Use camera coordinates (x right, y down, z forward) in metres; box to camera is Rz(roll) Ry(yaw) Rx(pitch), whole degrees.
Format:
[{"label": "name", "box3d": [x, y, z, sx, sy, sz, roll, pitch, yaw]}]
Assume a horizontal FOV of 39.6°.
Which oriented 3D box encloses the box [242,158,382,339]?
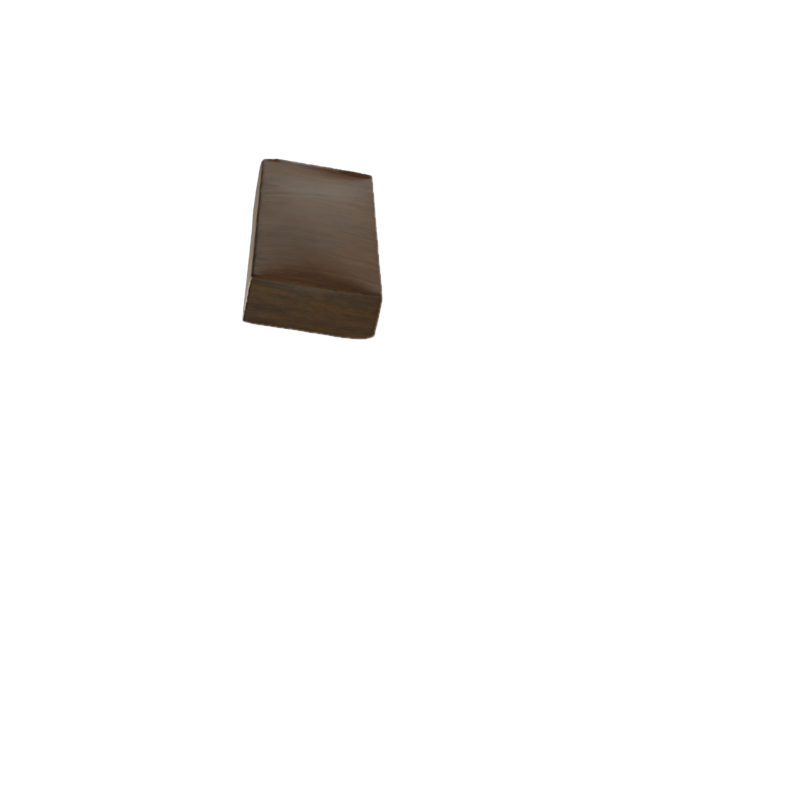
[{"label": "box", "box3d": [-0.064, -0.118, 0.821, 0.092, 0.045, 0.189, 7, 38, -9]}]
